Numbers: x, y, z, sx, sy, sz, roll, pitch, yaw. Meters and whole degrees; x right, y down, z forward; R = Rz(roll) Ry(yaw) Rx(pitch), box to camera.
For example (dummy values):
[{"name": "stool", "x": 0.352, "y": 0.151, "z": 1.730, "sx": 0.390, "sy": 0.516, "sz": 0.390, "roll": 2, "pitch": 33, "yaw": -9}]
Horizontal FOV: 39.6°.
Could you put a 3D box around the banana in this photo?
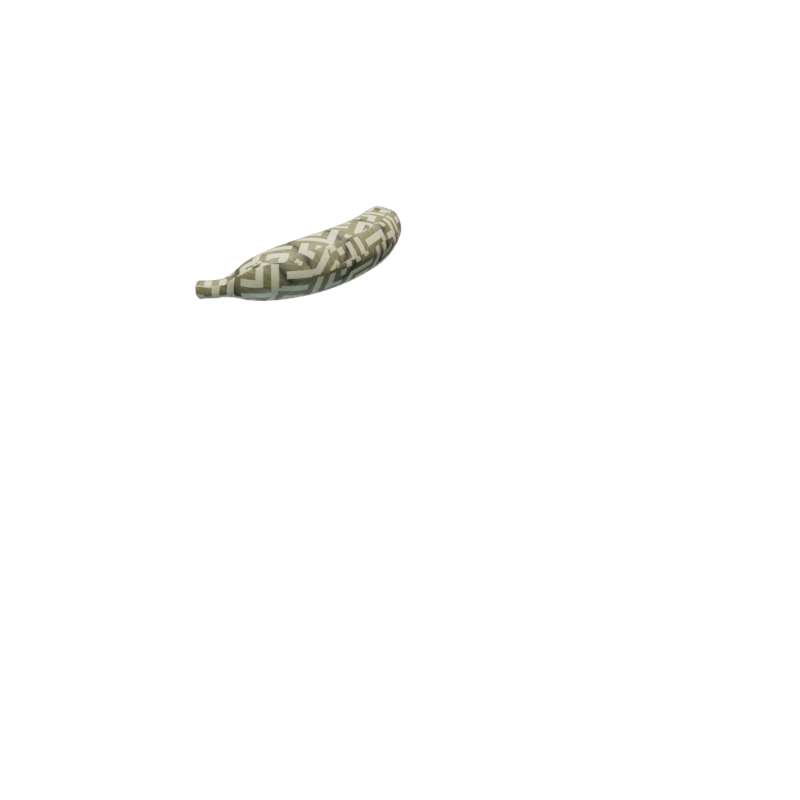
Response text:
[{"name": "banana", "x": -0.048, "y": -0.104, "z": 0.763, "sx": 0.073, "sy": 0.035, "sz": 0.196, "roll": 17, "pitch": 30, "yaw": 34}]
